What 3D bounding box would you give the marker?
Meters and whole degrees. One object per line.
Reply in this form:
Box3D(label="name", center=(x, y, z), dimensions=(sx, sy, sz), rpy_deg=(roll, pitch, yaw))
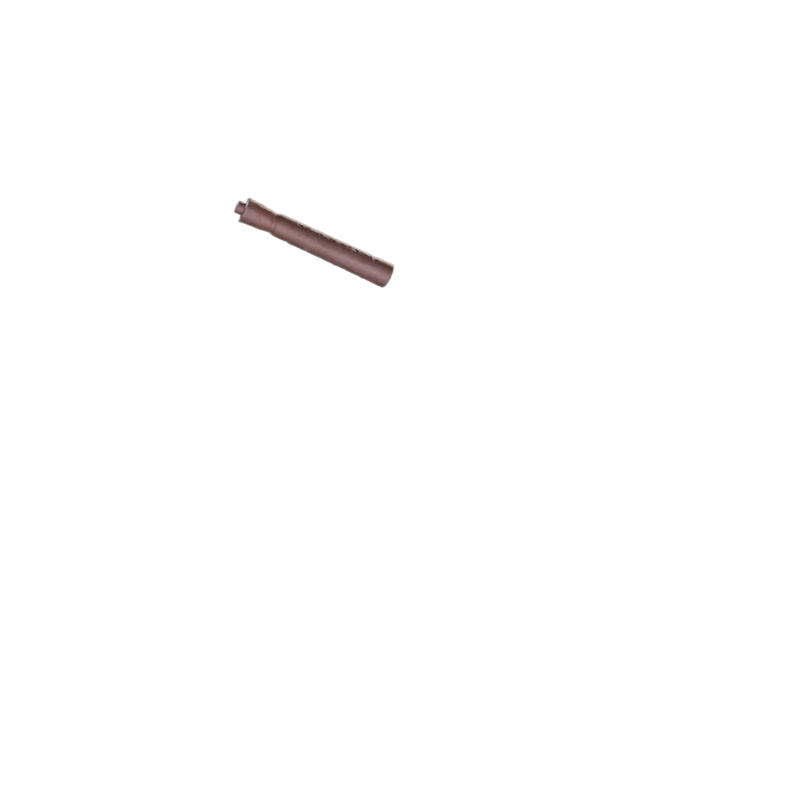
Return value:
Box3D(label="marker", center=(-0.062, -0.112, 0.787), dimensions=(0.118, 0.020, 0.020), rpy_deg=(24, -1, -10))
